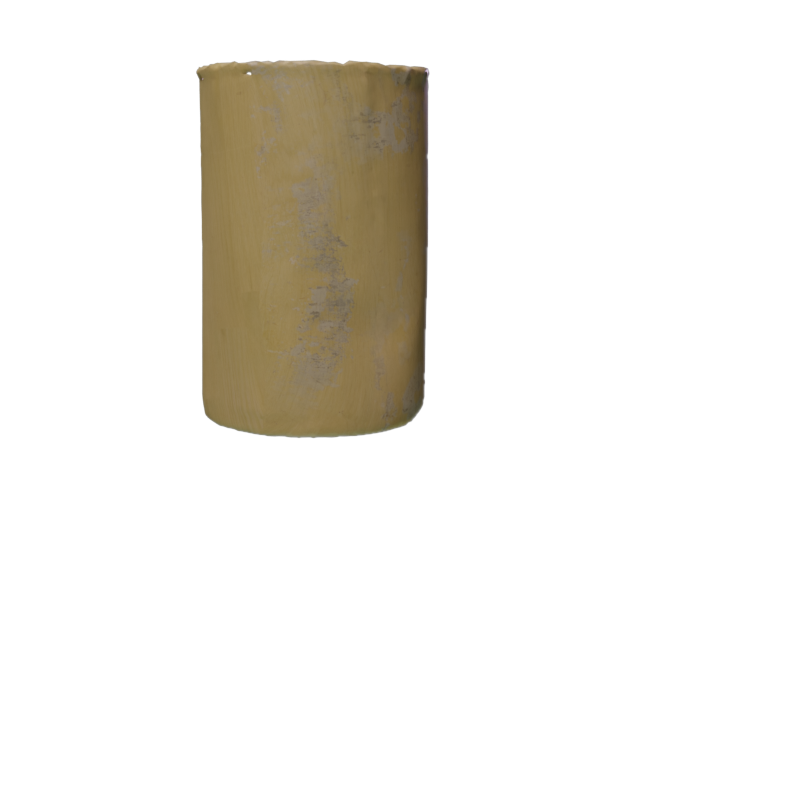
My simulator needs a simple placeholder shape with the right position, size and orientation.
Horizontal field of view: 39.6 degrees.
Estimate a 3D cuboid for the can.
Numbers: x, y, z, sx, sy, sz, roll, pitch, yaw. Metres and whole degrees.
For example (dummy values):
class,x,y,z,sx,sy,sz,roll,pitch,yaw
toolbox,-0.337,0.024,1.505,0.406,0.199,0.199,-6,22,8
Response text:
class,x,y,z,sx,sy,sz,roll,pitch,yaw
can,-0.026,-0.047,0.328,0.068,0.101,0.070,0,8,-2
